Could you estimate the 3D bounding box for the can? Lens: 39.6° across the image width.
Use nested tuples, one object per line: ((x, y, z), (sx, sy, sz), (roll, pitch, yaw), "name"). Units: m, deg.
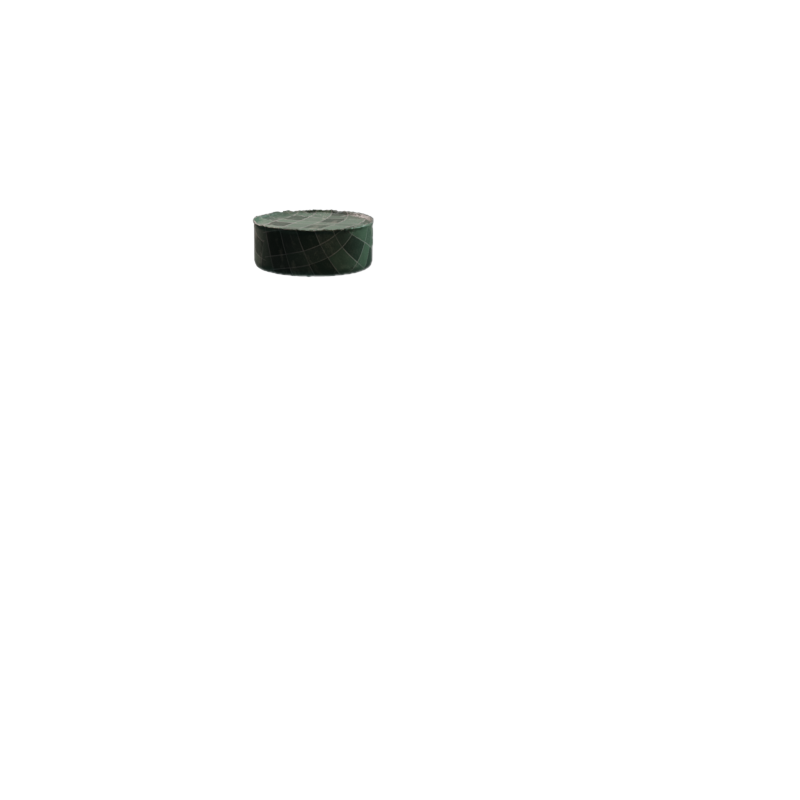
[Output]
((-0.062, -0.112, 0.787), (0.086, 0.032, 0.089), (-1, 18, -2), "can")
